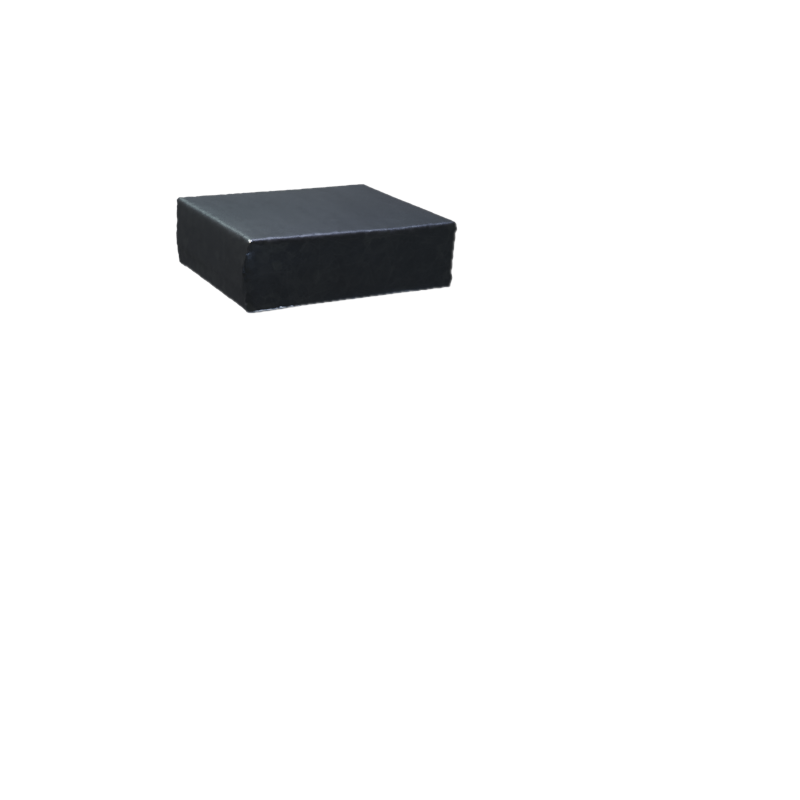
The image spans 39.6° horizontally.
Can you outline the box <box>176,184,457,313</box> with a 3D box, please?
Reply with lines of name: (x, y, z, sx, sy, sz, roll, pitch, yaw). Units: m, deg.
box: (-0.043, -0.078, 0.548, 0.111, 0.037, 0.096, -12, 25, -27)
